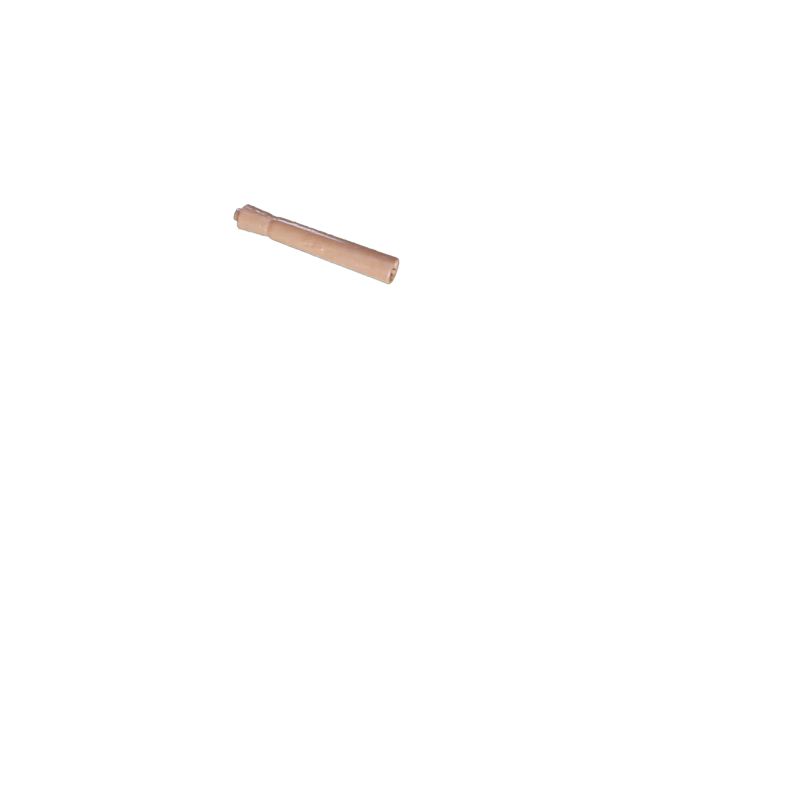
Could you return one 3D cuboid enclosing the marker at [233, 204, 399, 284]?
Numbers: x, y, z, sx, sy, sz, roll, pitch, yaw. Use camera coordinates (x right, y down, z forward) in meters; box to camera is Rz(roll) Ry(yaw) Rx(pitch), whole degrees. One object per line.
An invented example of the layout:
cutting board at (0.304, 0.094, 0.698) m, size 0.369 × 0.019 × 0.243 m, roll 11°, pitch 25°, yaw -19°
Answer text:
marker at (-0.059, -0.108, 0.758) m, size 0.125 × 0.019 × 0.019 m, roll 22°, pitch 10°, yaw 17°
